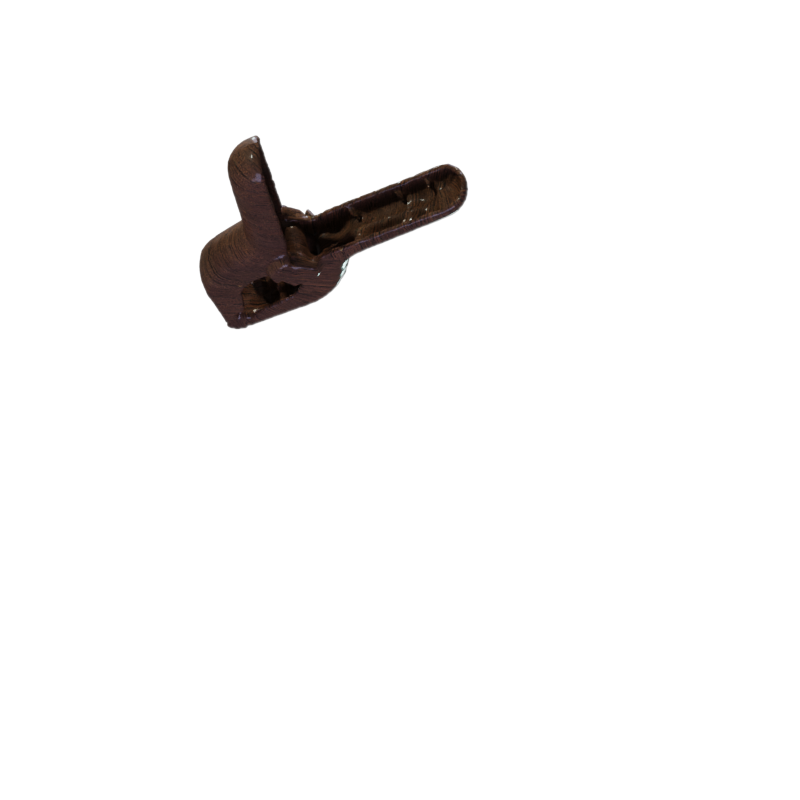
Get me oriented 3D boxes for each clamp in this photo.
[{"bbox_3d":[-0.045,-0.081,0.571,0.117,0.041,0.167,6,-20,-18],"label":"clamp"}]
